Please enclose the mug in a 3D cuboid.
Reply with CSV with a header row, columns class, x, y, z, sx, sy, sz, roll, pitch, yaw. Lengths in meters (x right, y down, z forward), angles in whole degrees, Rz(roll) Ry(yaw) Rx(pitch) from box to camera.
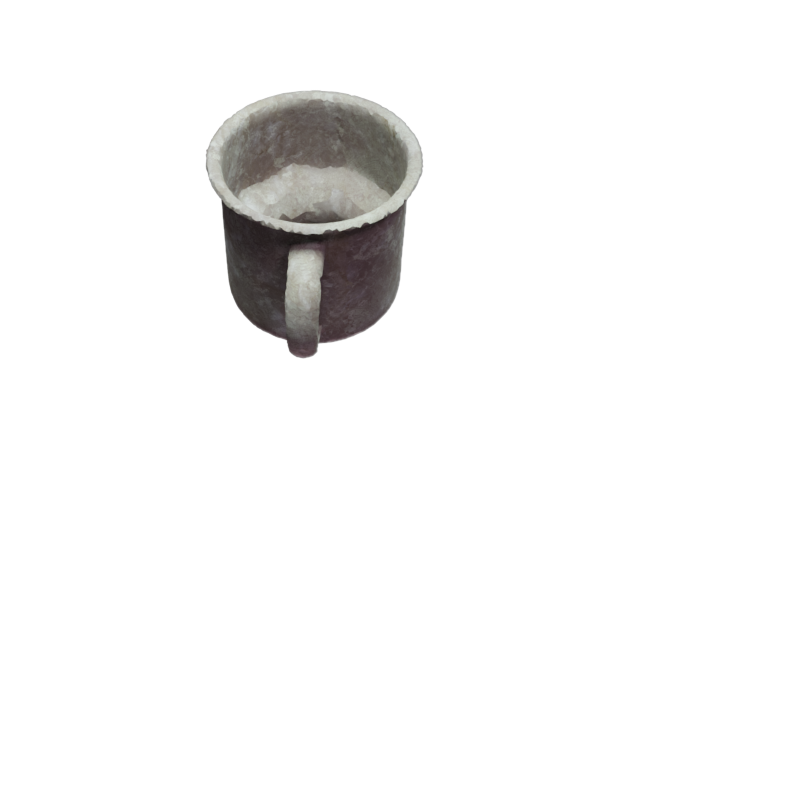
class,x,y,z,sx,sy,sz,roll,pitch,yaw
mug,-0.039,-0.070,0.494,0.093,0.126,0.076,1,-41,-1
